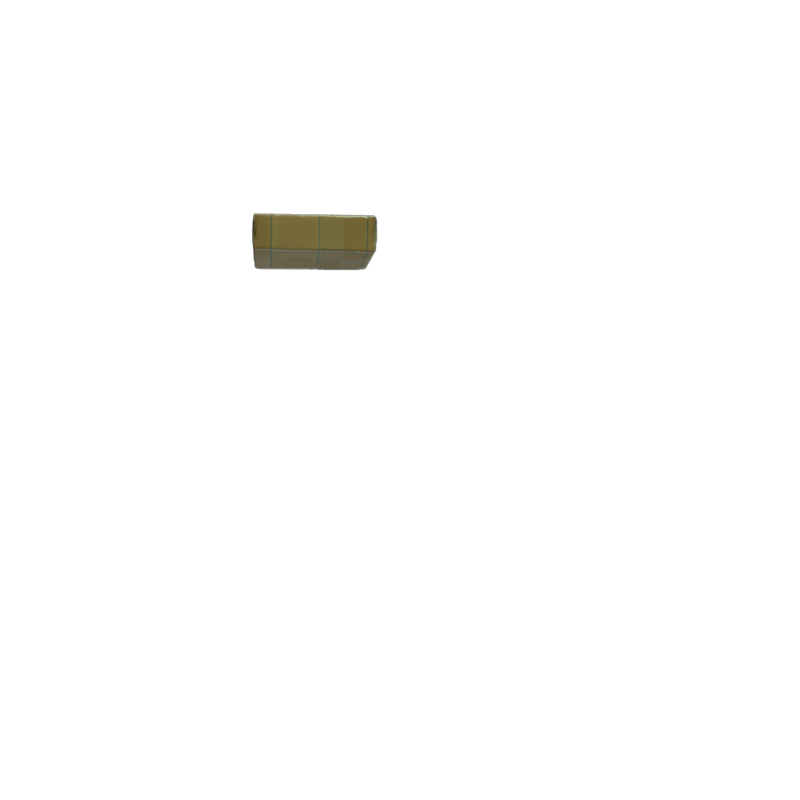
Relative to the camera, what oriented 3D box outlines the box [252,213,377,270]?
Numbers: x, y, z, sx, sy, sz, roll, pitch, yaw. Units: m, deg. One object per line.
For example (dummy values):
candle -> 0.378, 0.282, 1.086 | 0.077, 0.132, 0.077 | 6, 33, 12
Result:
box -> -0.064, -0.116, 0.815 | 0.089, 0.031, 0.072 | 0, -5, -4
